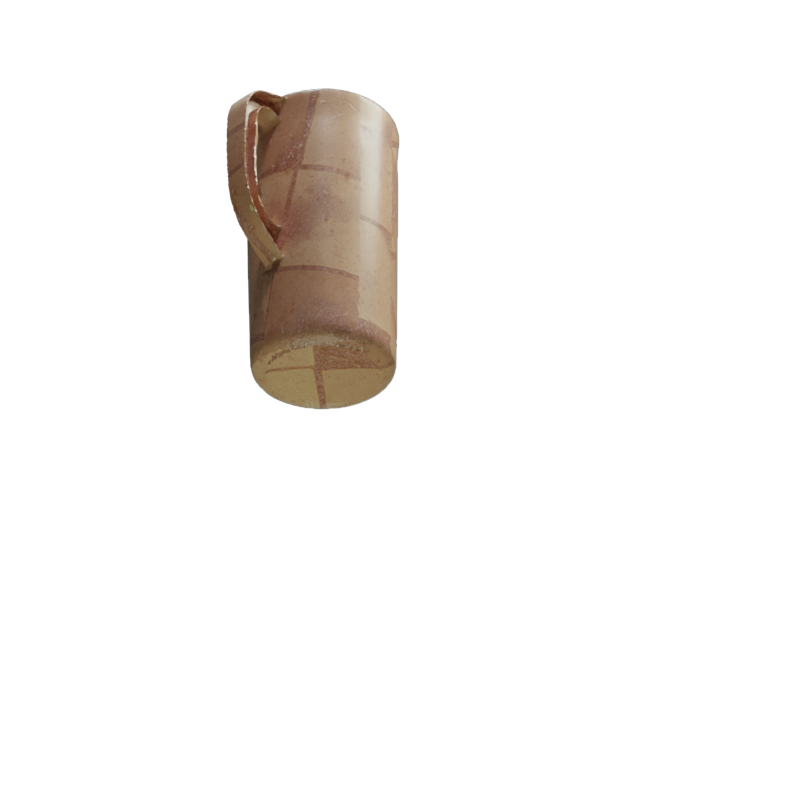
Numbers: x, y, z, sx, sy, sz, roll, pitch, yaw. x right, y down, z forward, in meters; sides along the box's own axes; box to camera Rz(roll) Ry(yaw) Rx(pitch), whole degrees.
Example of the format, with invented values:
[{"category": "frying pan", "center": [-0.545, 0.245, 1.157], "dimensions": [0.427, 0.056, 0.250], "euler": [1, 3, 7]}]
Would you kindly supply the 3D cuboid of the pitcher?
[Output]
[{"category": "pitcher", "center": [-0.069, -0.125, 0.877], "dimensions": [0.148, 0.260, 0.137], "euler": [3, -36, -8]}]
